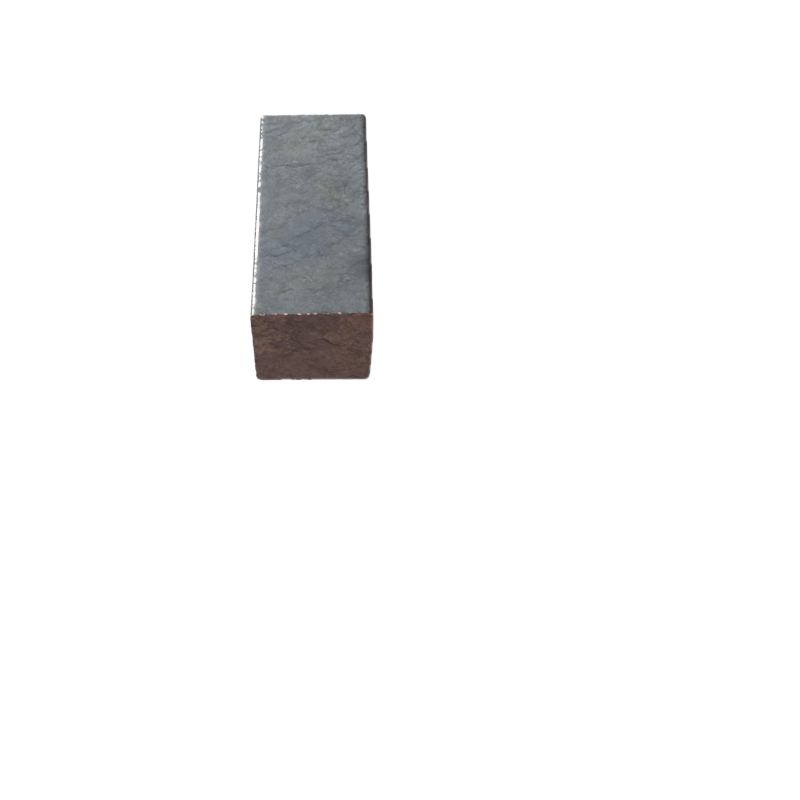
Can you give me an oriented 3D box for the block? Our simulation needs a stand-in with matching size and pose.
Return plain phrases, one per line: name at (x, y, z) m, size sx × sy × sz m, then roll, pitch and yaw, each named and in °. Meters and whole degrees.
block at (-0.070, -0.127, 0.892) m, size 0.090 × 0.221 × 0.084 m, roll -1°, pitch -36°, yaw -2°
